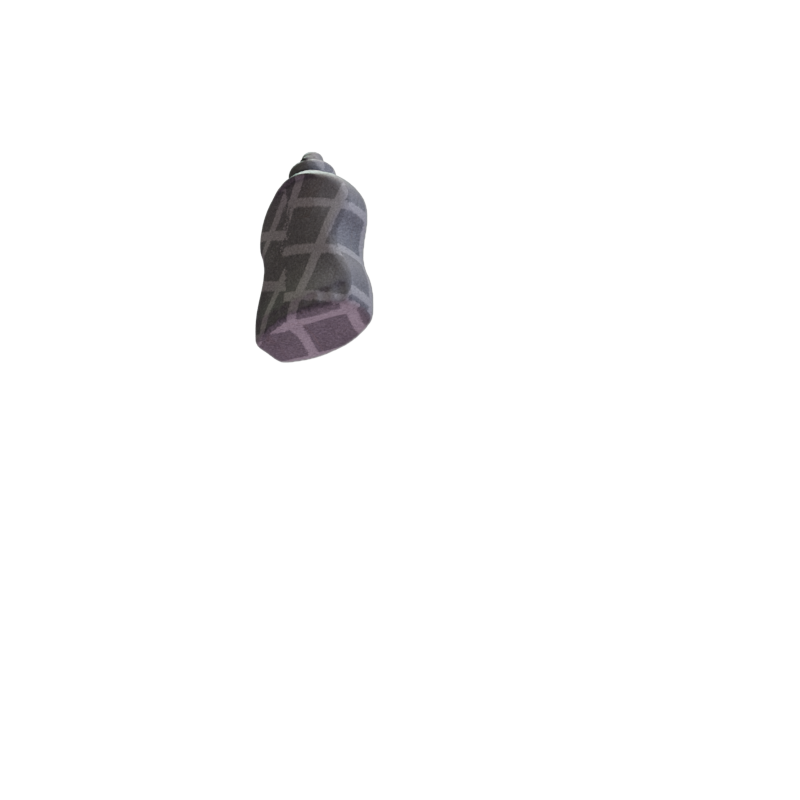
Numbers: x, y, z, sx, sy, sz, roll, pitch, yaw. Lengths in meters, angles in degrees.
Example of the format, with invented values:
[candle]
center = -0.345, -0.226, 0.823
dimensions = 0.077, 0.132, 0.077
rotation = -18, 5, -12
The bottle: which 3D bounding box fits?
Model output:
[bottle]
center = -0.071, -0.129, 0.904
dimensions = 0.096, 0.206, 0.054
rotation = -27, -43, 28
